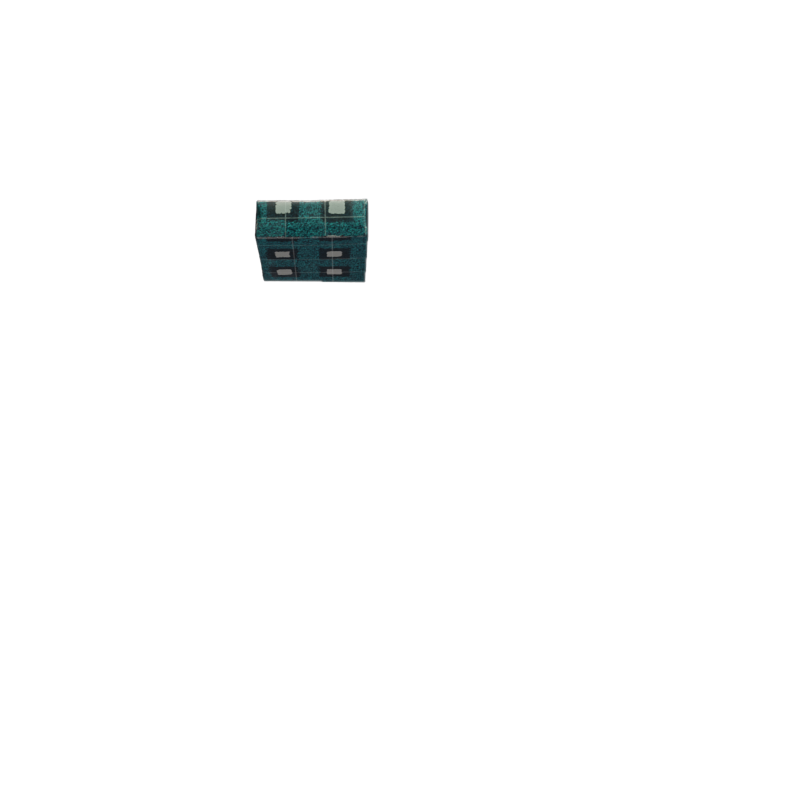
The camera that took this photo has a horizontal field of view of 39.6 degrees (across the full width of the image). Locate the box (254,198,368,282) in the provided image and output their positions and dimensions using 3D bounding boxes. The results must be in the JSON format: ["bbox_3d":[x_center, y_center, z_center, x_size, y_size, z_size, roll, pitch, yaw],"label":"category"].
[{"bbox_3d":[-0.059,-0.107,0.751,0.073,0.031,0.086,0,-15,-1],"label":"box"}]
